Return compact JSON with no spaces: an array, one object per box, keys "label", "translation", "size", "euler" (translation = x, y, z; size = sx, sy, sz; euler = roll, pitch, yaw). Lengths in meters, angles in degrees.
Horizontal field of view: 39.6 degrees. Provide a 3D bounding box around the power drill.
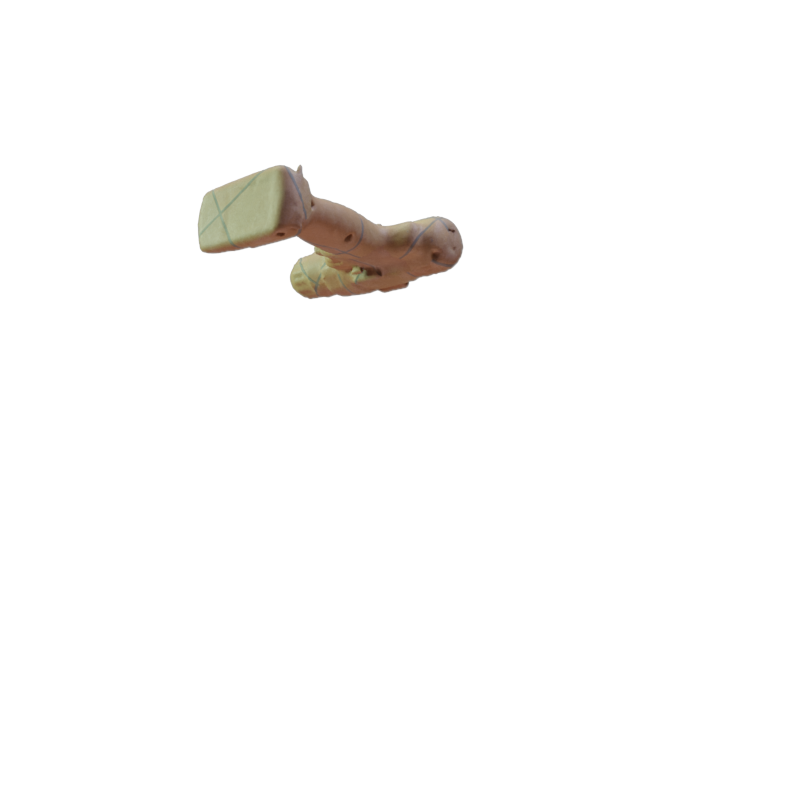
[{"label":"power drill","translation":[-0.071,-0.130,0.909],"size":[0.188,0.059,0.177],"euler":[-11,-16,43]}]
